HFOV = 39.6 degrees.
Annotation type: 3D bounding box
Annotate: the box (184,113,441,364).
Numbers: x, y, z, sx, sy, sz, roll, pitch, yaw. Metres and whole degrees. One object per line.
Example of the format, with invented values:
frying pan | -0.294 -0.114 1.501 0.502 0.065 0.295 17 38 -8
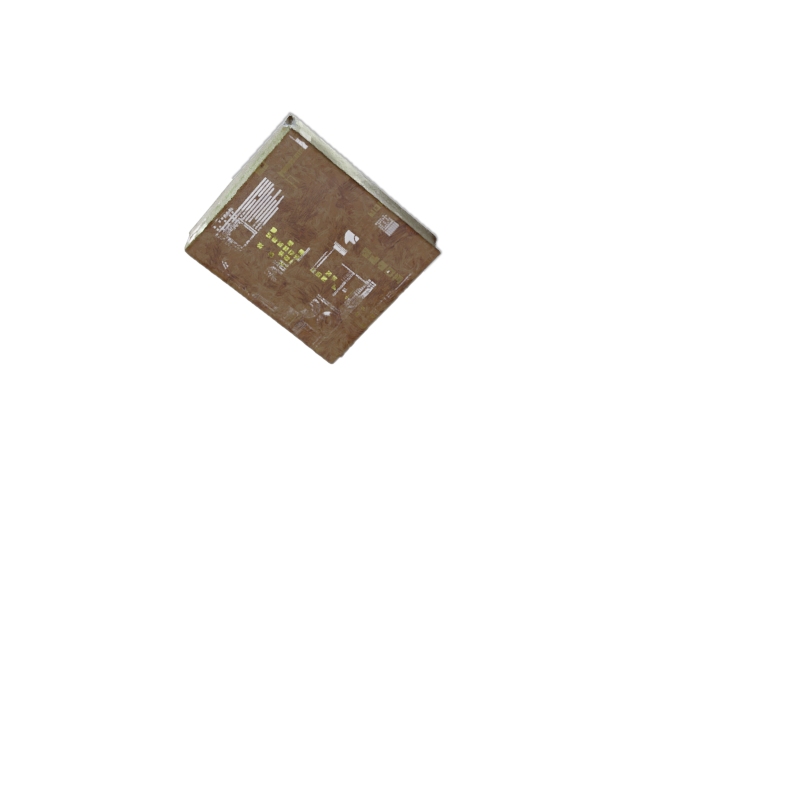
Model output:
box | -0.038 -0.070 0.493 0.086 0.072 0.032 38 17 -14
